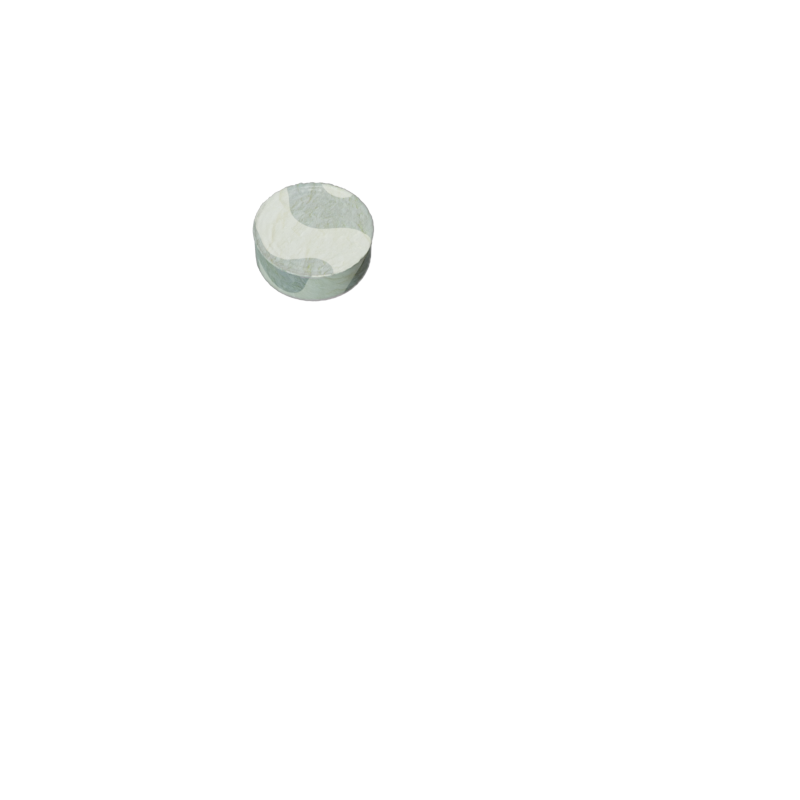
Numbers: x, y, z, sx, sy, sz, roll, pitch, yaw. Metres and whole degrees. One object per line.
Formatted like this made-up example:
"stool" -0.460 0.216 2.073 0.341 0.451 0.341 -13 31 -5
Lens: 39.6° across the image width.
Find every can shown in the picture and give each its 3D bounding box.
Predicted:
"can" -0.062 -0.114 0.795 0.086 0.092 0.031 -1 -35 -1
